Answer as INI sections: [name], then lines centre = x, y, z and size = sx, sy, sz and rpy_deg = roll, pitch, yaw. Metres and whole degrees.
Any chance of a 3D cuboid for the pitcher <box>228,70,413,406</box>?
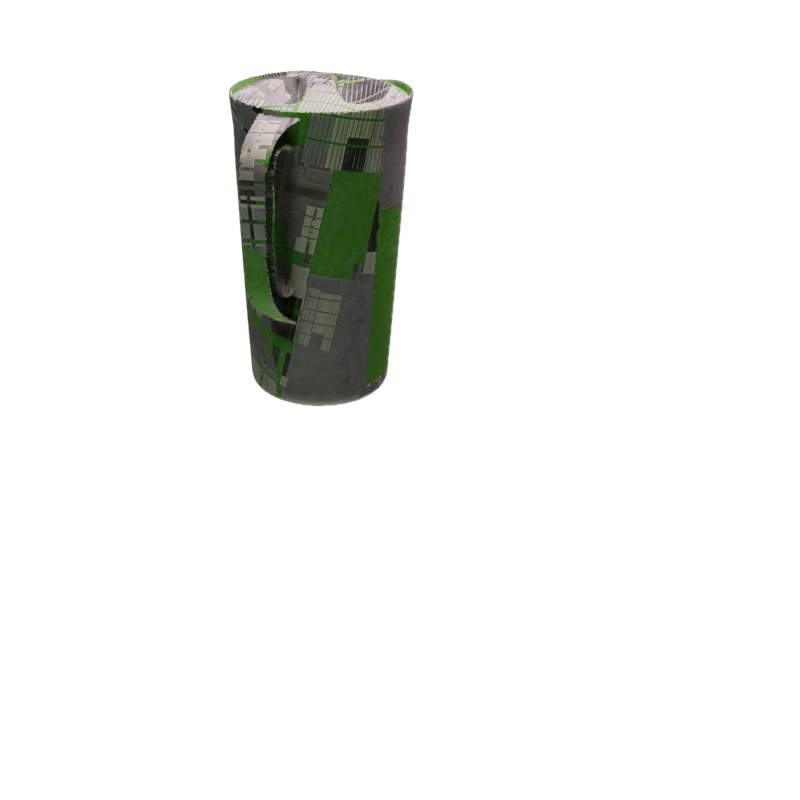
[pitcher]
centre = -0.065, -0.119, 0.833
size = 0.146, 0.231, 0.155
rpy_deg = -8, 25, -21
